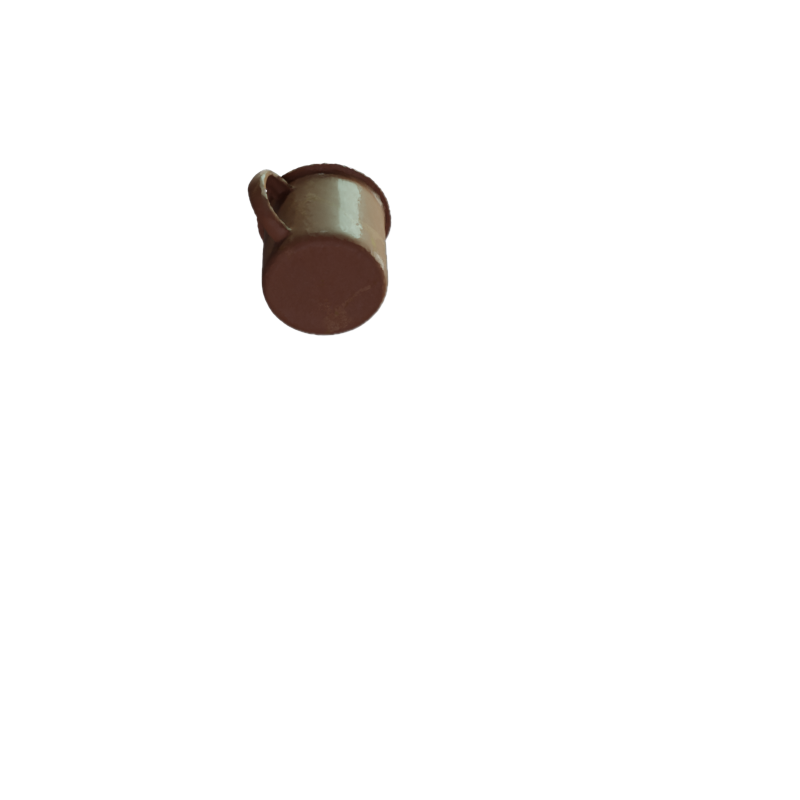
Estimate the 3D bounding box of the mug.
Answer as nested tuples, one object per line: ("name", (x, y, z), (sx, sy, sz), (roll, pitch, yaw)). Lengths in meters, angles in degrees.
("mug", (-0.057, -0.104, 0.730), (0.093, 0.110, 0.087), (-31, 33, 21))
